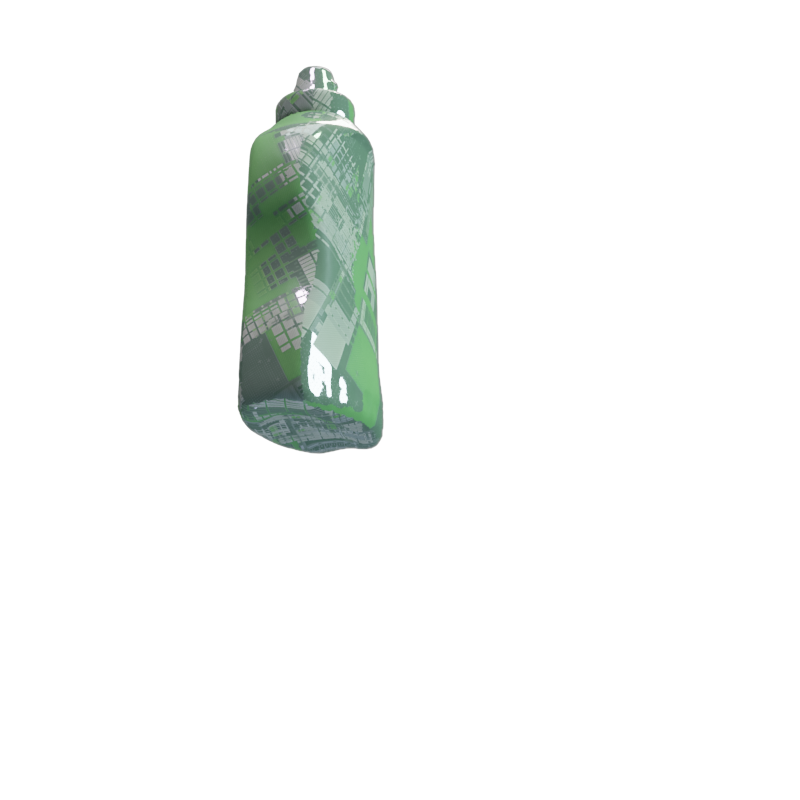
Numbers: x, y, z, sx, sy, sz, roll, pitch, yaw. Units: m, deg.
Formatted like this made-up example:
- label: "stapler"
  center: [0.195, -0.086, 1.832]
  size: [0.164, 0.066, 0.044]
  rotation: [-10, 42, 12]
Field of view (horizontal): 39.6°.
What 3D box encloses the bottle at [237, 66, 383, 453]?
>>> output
- label: "bottle"
  center: [-0.042, -0.077, 0.541]
  size: [0.059, 0.202, 0.090]
  rotation: [-10, -23, 20]
